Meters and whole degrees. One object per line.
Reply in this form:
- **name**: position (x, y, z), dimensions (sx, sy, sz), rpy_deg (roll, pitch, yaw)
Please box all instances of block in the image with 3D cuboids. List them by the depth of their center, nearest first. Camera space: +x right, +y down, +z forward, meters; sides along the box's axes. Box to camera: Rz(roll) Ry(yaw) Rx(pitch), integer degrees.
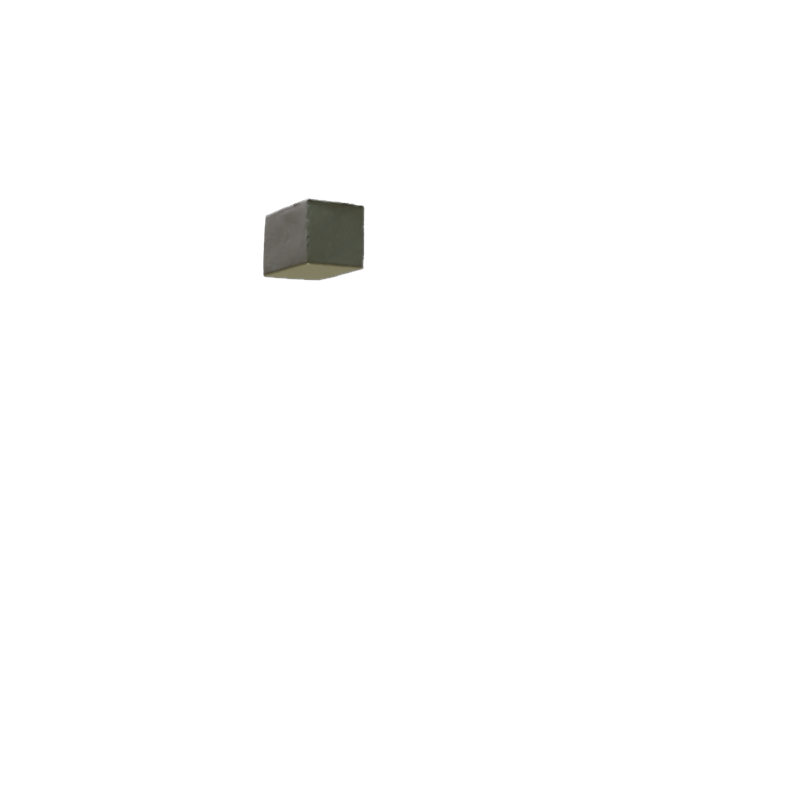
- **block**: position (-0.069, -0.126, 0.883), dimensions (0.051, 0.052, 0.080), rpy_deg (4, -6, -32)
